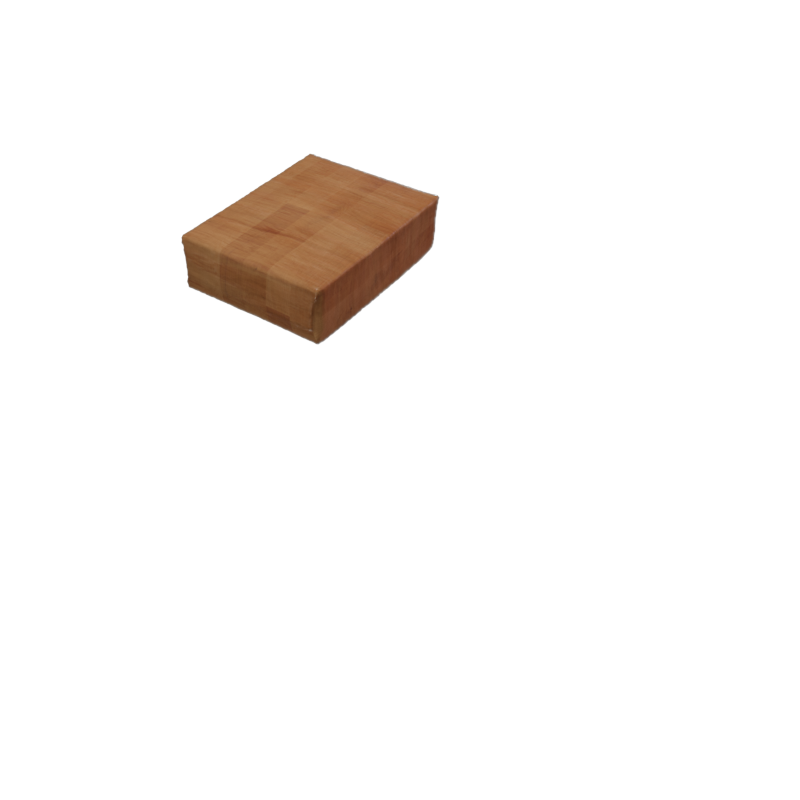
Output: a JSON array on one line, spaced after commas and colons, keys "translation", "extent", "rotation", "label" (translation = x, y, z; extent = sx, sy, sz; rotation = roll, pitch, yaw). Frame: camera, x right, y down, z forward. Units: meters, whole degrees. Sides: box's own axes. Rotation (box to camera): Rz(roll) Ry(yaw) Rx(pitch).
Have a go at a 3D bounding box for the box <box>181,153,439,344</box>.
[{"translation": [-0.046, -0.085, 0.593], "extent": [0.095, 0.036, 0.115], "rotation": [23, 42, 27], "label": "box"}]
